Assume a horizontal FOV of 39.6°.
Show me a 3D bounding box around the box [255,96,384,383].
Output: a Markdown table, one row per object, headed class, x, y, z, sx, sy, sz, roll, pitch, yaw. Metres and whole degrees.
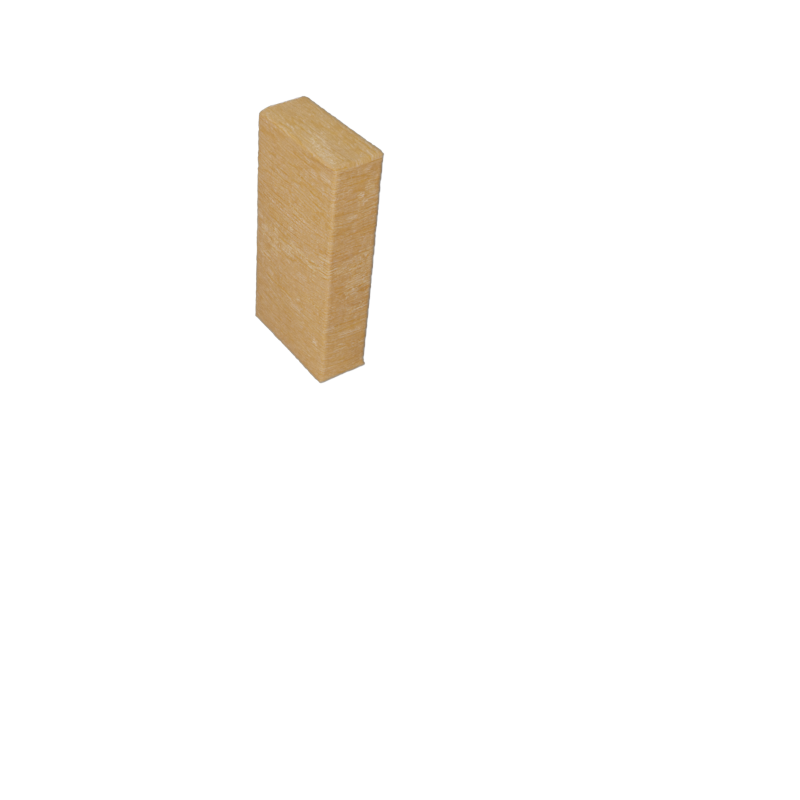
| class | x | y | z | sx | sy | sz | roll | pitch | yaw |
| --- | --- | --- | --- | --- | --- | --- | --- | --- | --- |
| box | -0.060 | -0.108 | 0.759 | 0.048 | 0.165 | 0.101 | -22 | 45 | -28 |
